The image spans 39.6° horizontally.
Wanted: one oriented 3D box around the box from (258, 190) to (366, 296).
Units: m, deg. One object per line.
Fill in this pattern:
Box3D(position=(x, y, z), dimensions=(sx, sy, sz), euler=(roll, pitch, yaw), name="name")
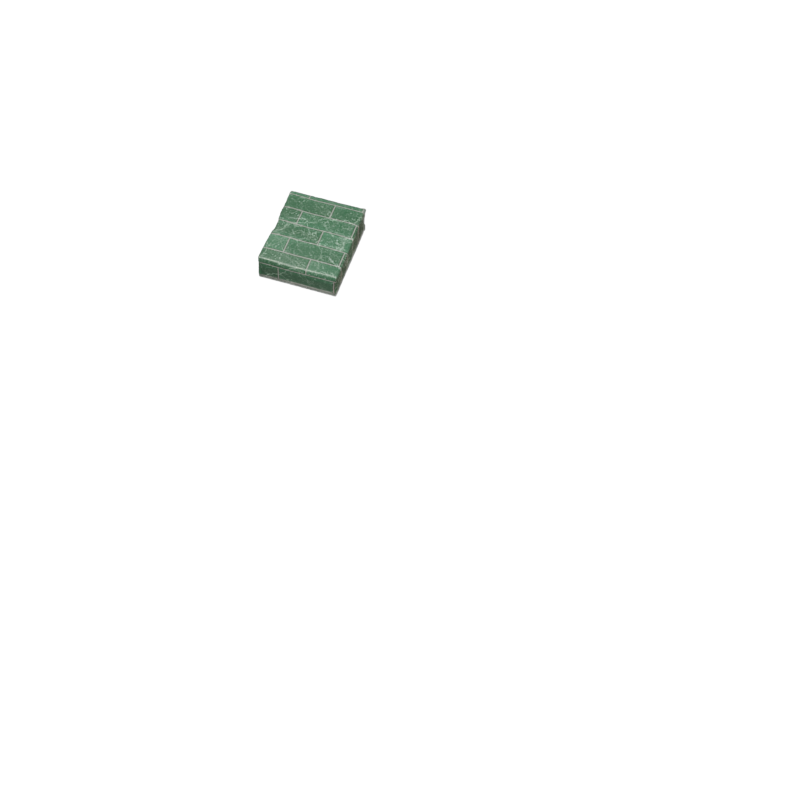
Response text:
Box3D(position=(-0.077, -0.141, 0.988), dimensions=(0.075, 0.094, 0.028), euler=(14, -36, 10), name="box")
